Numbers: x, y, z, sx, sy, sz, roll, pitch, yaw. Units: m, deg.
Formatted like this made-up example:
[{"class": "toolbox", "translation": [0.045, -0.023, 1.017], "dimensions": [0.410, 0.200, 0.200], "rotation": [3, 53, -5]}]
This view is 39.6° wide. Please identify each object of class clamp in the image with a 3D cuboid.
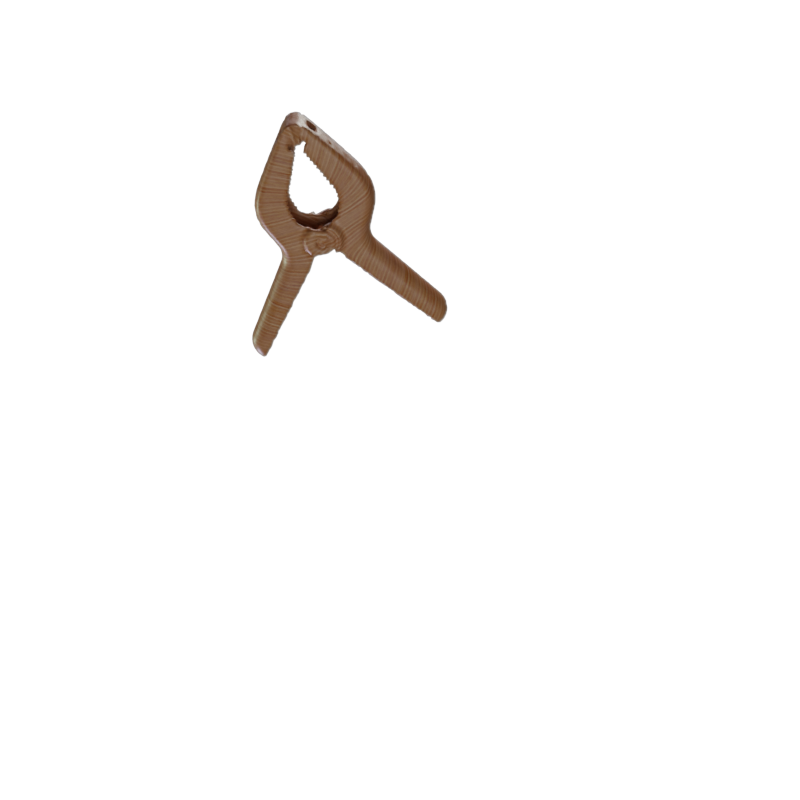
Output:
[{"class": "clamp", "translation": [-0.069, -0.127, 0.886], "dimensions": [0.165, 0.196, 0.039], "rotation": [-17, 29, 10]}]
